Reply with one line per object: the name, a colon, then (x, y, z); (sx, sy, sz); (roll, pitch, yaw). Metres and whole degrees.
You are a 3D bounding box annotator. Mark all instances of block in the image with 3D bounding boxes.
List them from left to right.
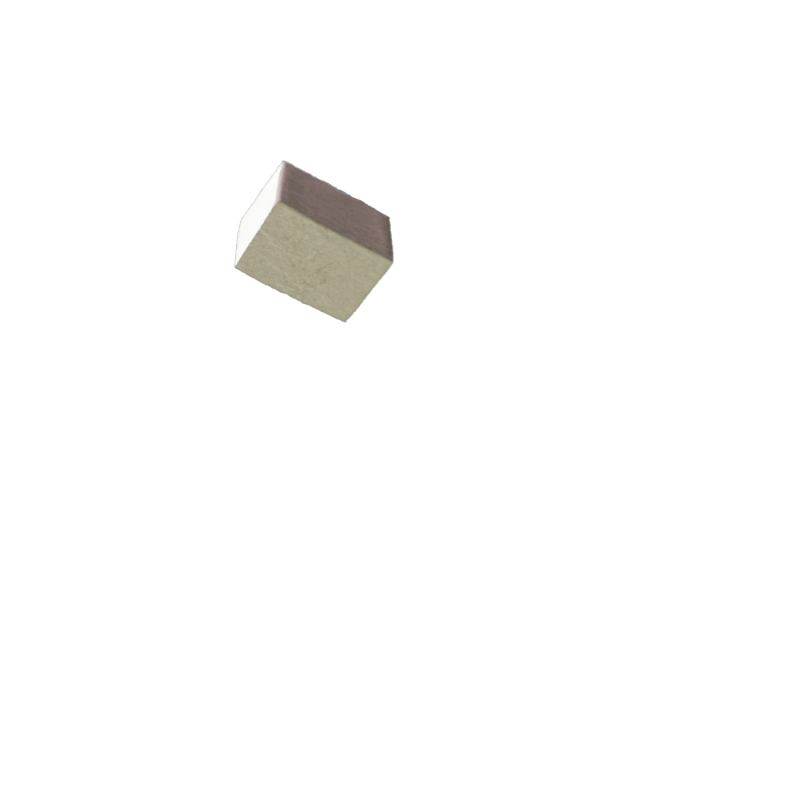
block: (-0.050, -0.092, 0.643); (0.075, 0.051, 0.055); (27, 31, -19)
